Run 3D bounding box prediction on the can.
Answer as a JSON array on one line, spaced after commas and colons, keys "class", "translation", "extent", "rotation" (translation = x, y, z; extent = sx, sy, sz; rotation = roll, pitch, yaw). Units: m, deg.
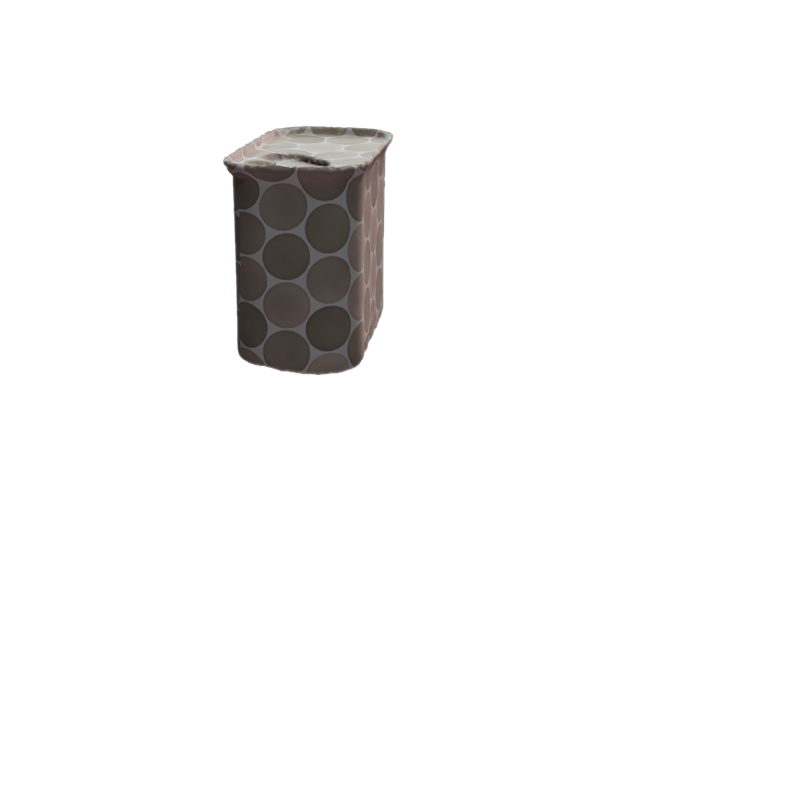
[{"class": "can", "translation": [-0.037, -0.067, 0.469], "extent": [0.058, 0.081, 0.105], "rotation": [3, 19, 8]}]
